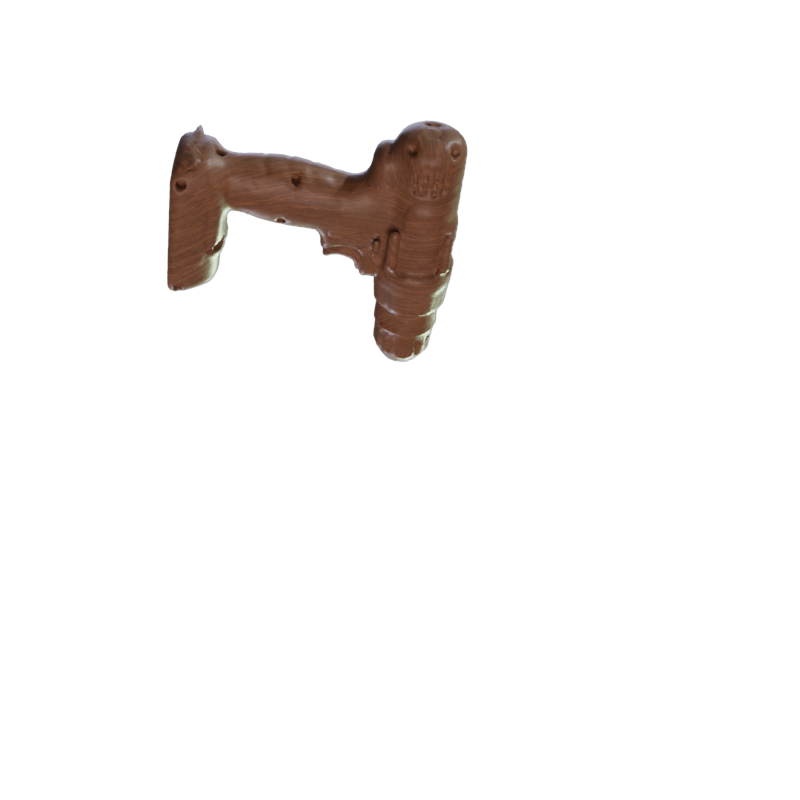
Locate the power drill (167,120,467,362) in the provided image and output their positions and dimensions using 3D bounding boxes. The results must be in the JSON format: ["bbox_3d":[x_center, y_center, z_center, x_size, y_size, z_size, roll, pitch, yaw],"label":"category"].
[{"bbox_3d":[-0.057,-0.104,0.728,0.187,0.173,0.061,4,38,-4],"label":"power drill"}]
